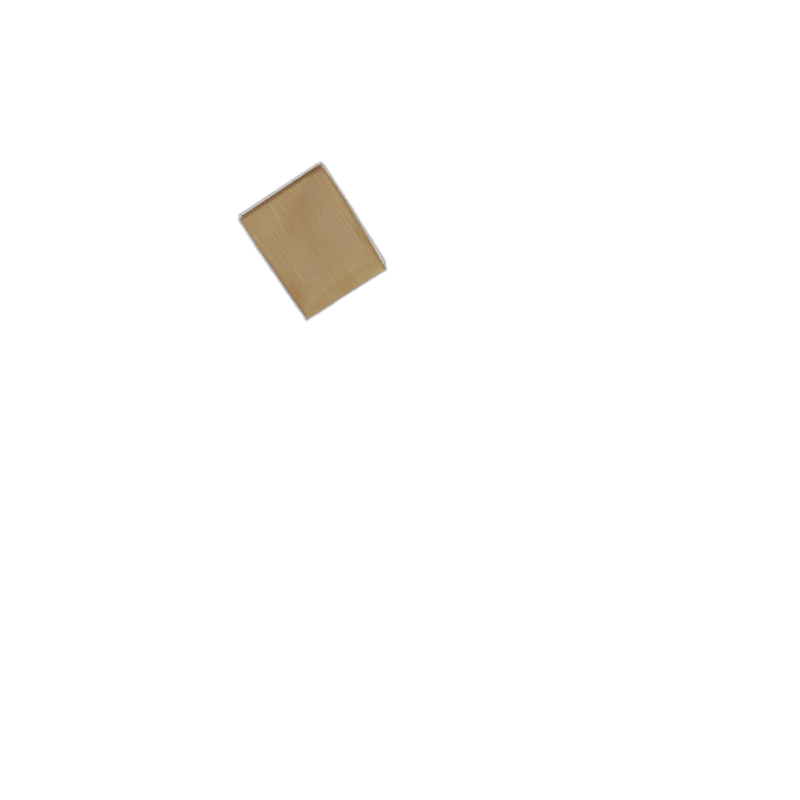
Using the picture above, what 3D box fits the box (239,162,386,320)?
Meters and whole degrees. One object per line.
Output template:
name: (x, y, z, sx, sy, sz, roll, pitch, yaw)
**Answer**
box: (-0.078, -0.142, 0.995, 0.090, 0.112, 0.040, -32, 7, 4)
